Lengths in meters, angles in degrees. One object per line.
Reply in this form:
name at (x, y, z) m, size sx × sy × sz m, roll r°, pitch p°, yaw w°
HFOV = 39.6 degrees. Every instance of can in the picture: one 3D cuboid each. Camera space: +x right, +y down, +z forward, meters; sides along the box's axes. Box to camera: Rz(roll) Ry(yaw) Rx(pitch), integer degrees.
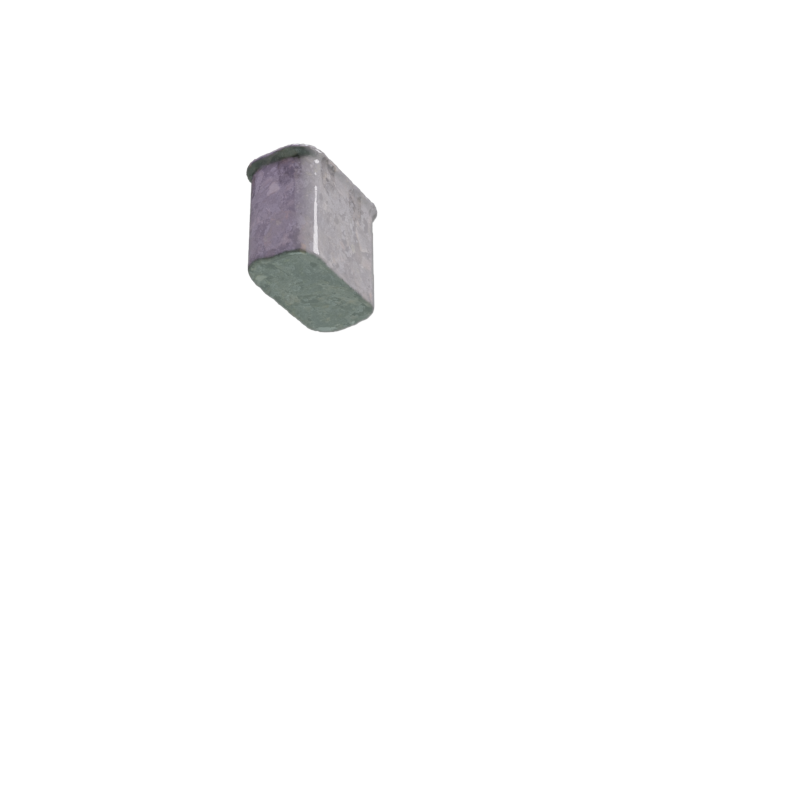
can at (-0.057, -0.104, 0.730) m, size 0.058 × 0.089 × 0.094 m, roll -19°, pitch -35°, yaw 25°
